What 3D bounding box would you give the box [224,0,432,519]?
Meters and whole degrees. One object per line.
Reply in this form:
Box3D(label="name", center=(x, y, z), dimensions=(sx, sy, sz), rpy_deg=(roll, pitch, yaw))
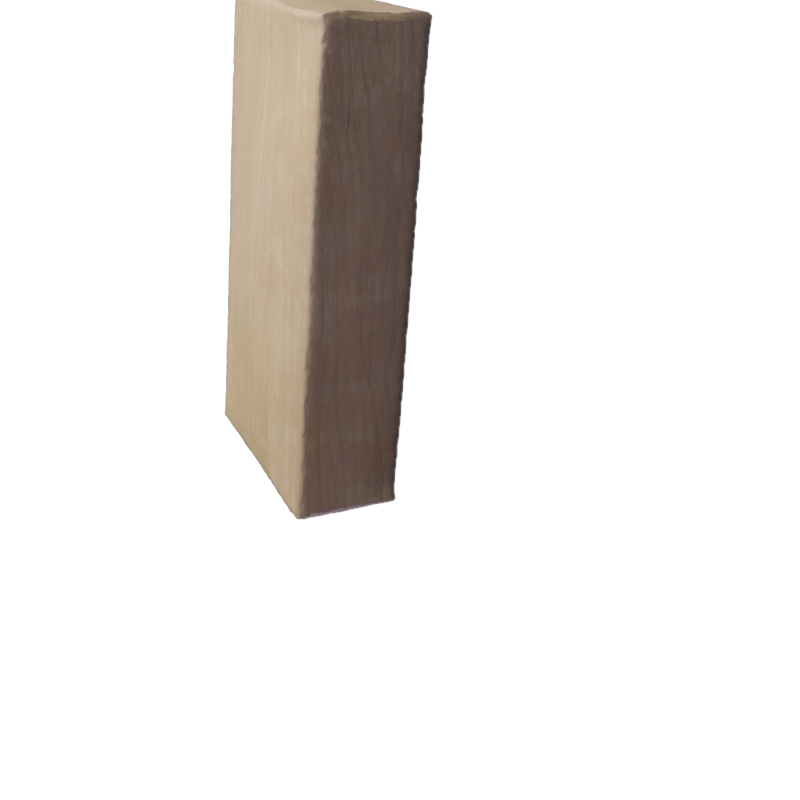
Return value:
Box3D(label="box", center=(-0.032, -0.058, 0.407), dimensions=(0.047, 0.169, 0.099), rpy_deg=(-7, 20, -23))
